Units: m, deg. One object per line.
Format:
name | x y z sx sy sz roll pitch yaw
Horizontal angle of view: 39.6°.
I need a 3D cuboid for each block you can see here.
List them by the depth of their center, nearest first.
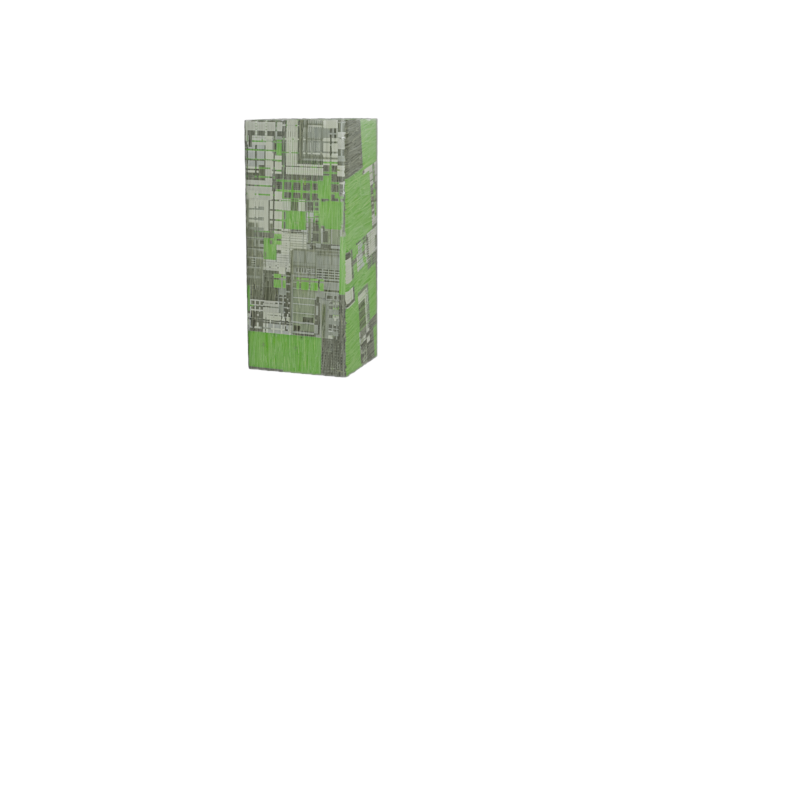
block | -0.073 -0.133 0.931 0.093 0.202 0.090 3 9 18
